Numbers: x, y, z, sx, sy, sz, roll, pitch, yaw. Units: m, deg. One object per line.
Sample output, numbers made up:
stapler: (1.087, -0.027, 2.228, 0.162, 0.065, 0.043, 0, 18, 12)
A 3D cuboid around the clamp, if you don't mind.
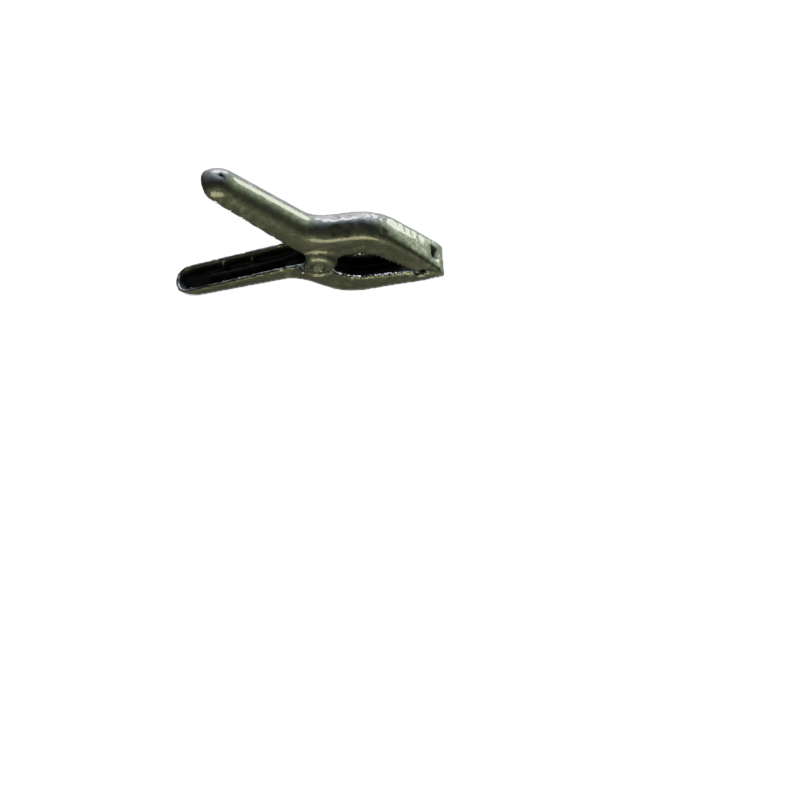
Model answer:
clamp: (-0.066, -0.121, 0.849, 0.208, 0.038, 0.157, 3, -23, -6)
